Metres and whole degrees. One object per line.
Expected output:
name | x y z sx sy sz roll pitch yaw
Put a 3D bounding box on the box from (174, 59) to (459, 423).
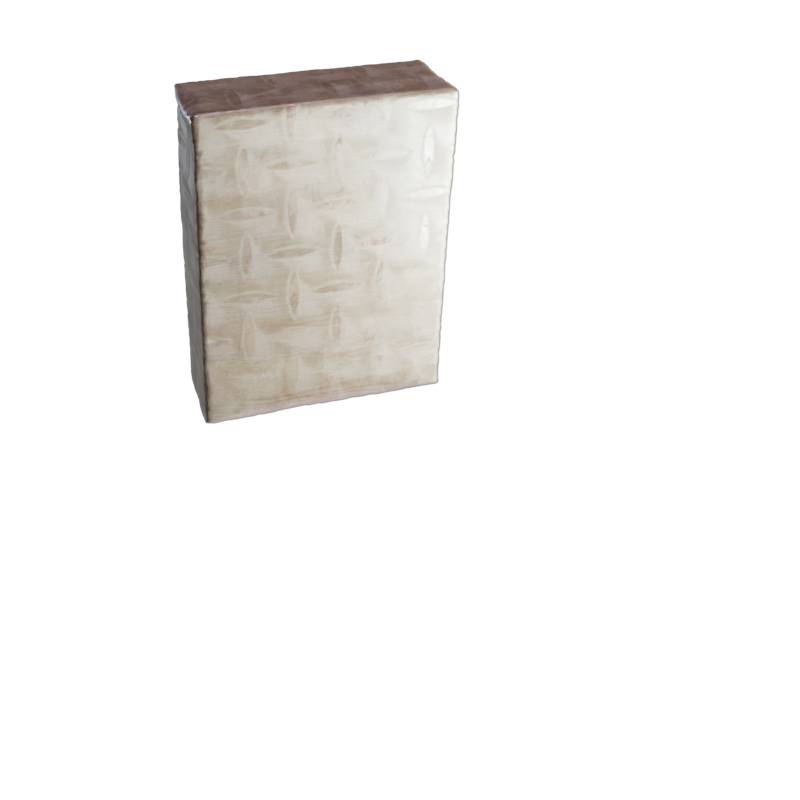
box | -0.056 -0.101 0.710 0.162 0.201 0.077 -9 31 -16
